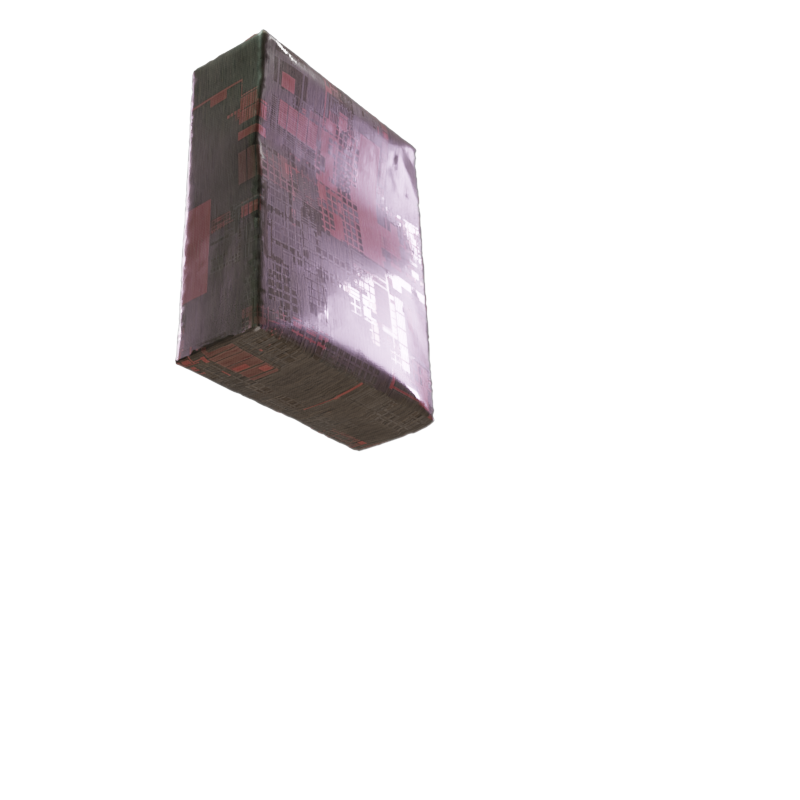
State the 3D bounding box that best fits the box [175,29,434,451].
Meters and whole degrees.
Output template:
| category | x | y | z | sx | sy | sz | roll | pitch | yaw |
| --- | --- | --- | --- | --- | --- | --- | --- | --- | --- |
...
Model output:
| category | x | y | z | sx | sy | sz | roll | pitch | yaw |
| --- | --- | --- | --- | --- | --- | --- | --- | --- | --- |
| box | -0.054 | -0.098 | 0.686 | 0.072 | 0.228 | 0.153 | -24 | -37 | 32 |
